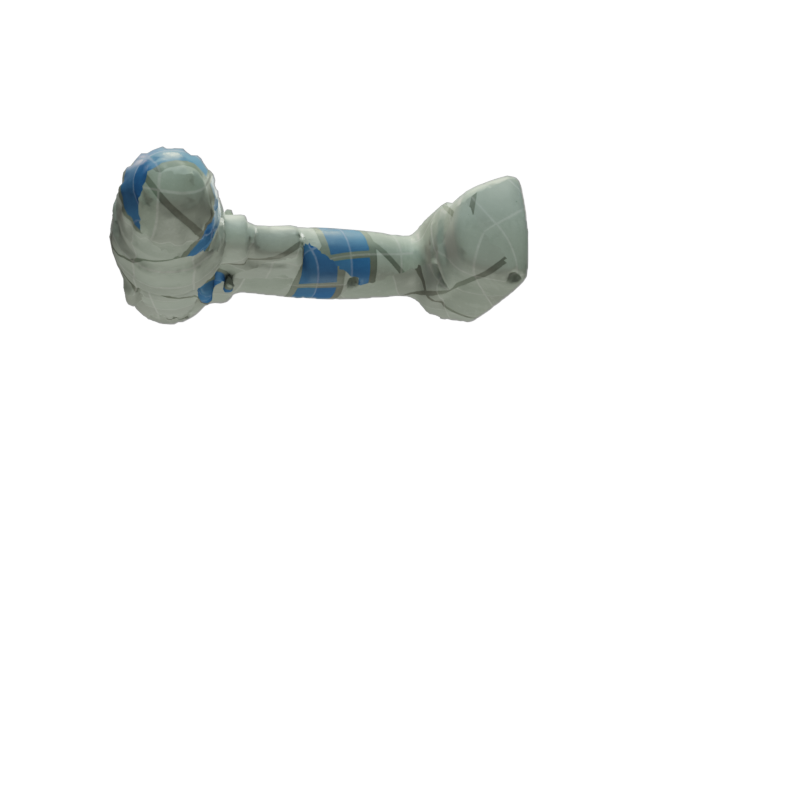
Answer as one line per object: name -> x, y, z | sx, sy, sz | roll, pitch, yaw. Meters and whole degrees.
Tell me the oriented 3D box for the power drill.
power drill -> -0.041, -0.074, 0.520 | 0.185, 0.059, 0.182 | 1, -6, -10
